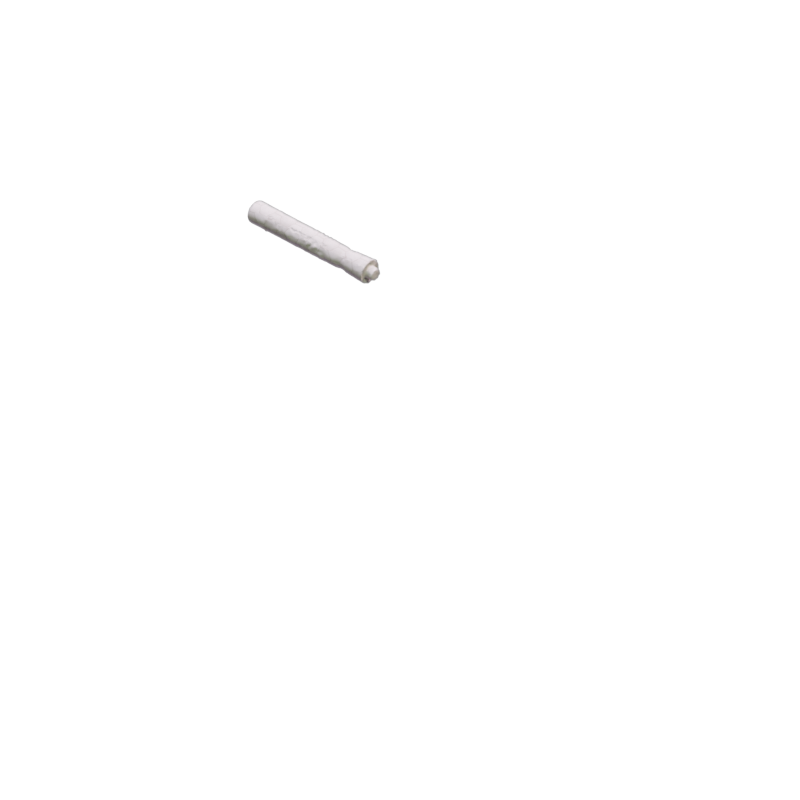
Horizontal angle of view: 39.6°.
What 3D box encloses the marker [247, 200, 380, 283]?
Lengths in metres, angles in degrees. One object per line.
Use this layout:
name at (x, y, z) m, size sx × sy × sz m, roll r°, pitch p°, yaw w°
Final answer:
marker at (-0.063, -0.115, 0.806) m, size 0.129 × 0.019 × 0.019 m, roll 31°, pitch 21°, yaw 33°
